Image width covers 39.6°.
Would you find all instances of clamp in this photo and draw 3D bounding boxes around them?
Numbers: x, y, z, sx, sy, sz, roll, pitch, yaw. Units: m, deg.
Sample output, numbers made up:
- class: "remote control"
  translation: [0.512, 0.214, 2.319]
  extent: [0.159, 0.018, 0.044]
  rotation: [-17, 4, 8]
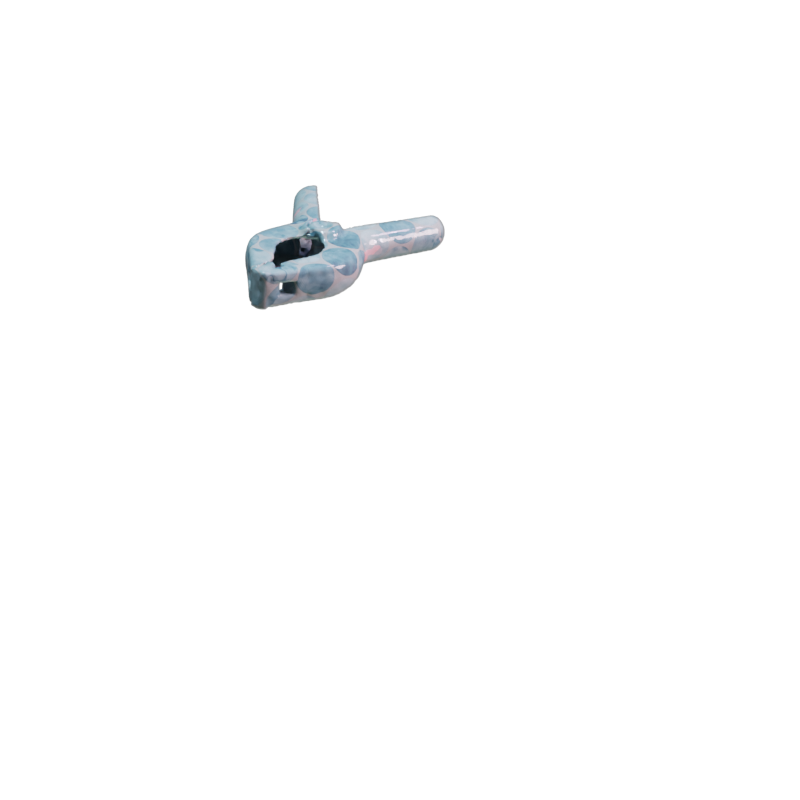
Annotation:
- class: "clamp"
  translation: [-0.061, -0.111, 0.775]
  extent: [0.127, 0.037, 0.171]
  rotation: [17, 30, 32]
